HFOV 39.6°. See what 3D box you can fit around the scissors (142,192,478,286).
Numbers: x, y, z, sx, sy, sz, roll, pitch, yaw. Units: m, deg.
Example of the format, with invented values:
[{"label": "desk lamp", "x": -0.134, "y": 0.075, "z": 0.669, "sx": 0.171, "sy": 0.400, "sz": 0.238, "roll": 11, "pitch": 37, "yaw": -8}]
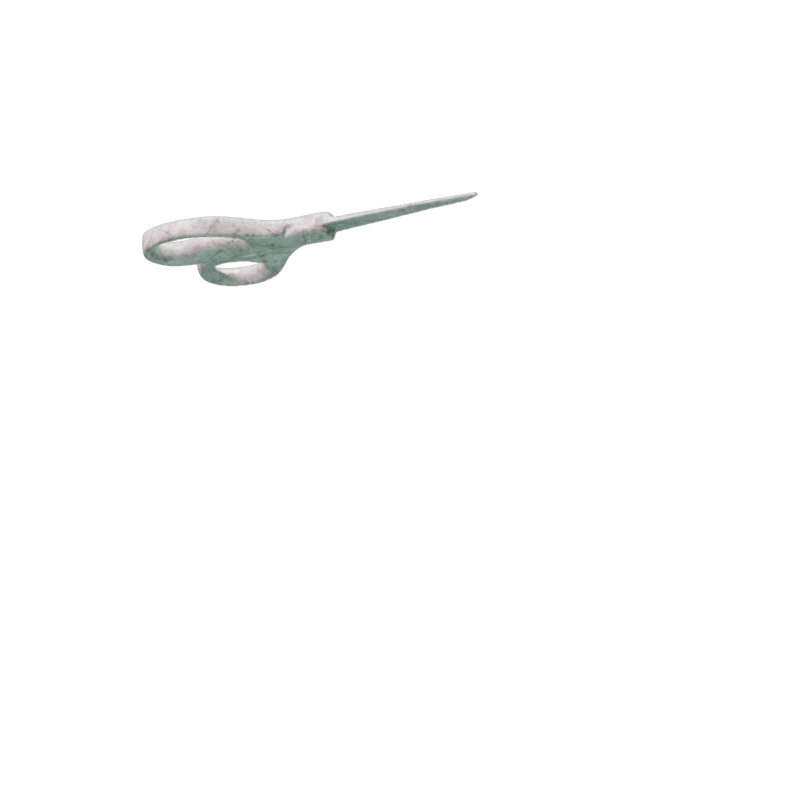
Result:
[{"label": "scissors", "x": -0.051, "y": -0.093, "z": 0.655, "sx": 0.204, "sy": 0.016, "sz": 0.091, "roll": -3, "pitch": -15, "yaw": 12}]
